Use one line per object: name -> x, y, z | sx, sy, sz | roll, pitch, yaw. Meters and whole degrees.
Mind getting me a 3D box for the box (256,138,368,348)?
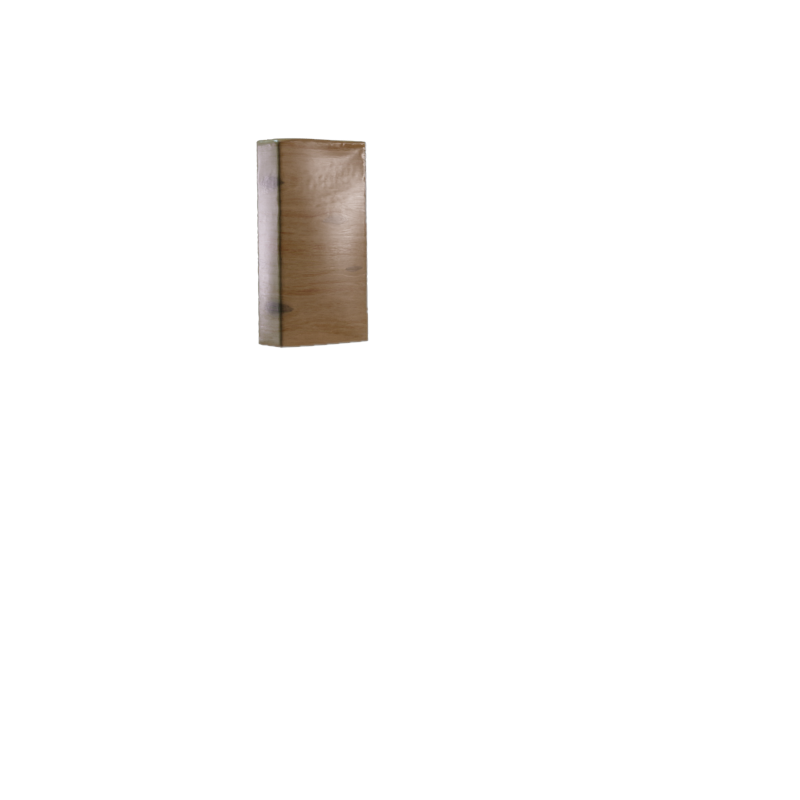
box -> -0.075, -0.137, 0.958 | 0.090, 0.175, 0.050 | -3, 4, -35
